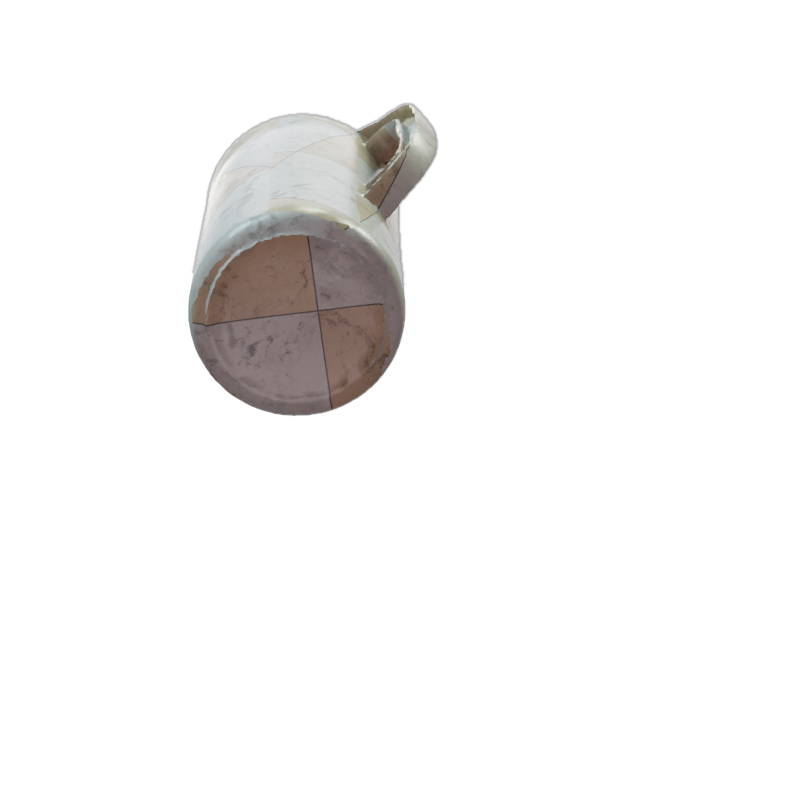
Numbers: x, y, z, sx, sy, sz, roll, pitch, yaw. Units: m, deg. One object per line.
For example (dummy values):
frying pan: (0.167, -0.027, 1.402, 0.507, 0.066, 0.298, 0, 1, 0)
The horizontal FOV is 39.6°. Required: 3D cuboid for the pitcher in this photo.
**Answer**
pitcher: (-0.051, -0.093, 0.652, 0.144, 0.144, 0.254, 3, 20, -4)
